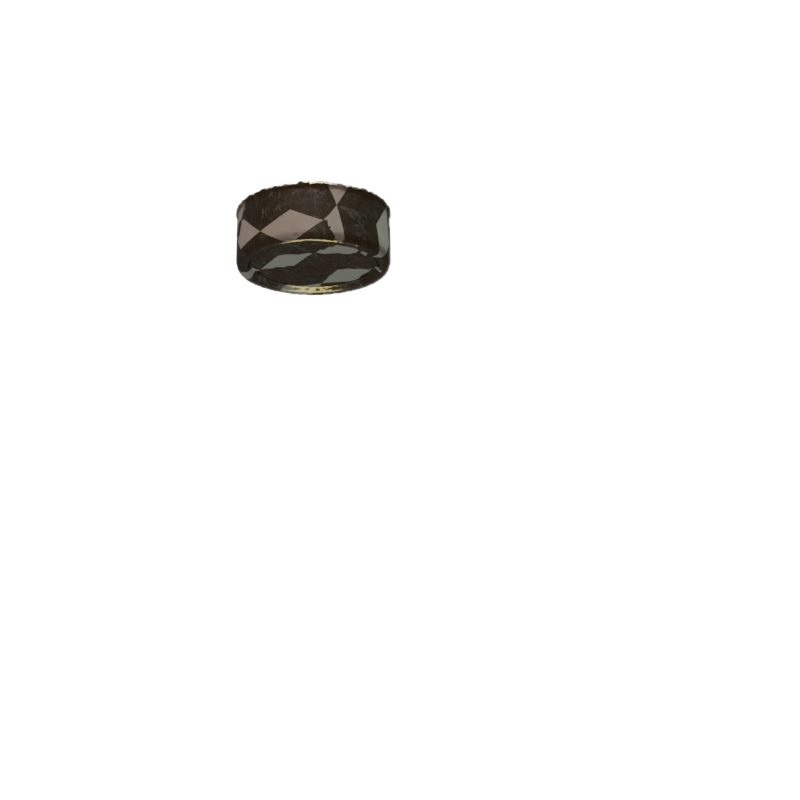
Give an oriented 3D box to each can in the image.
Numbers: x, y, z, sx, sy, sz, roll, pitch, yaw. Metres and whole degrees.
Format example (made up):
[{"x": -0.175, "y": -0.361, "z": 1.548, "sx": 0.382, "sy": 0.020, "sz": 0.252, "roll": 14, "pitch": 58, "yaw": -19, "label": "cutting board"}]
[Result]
[{"x": -0.048, "y": -0.087, "z": 0.609, "sx": 0.086, "sy": 0.035, "sz": 0.082, "roll": 0, "pitch": -16, "yaw": -2, "label": "can"}]
